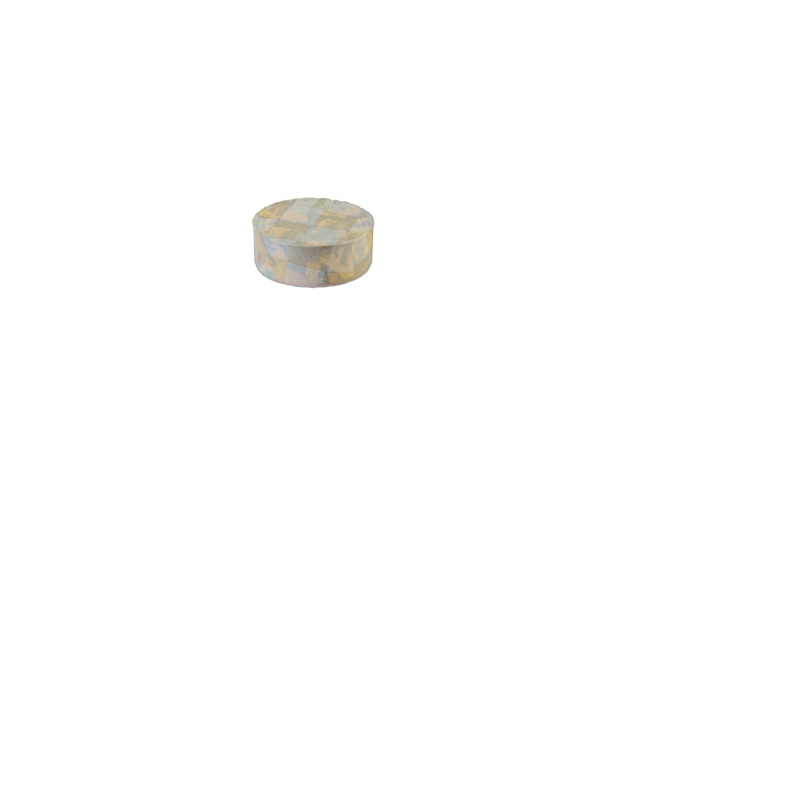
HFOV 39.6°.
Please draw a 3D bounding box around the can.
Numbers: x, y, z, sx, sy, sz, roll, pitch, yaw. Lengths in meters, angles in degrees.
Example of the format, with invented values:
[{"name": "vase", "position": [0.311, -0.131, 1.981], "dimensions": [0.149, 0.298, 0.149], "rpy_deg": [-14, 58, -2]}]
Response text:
[{"name": "can", "position": [-0.061, -0.112, 0.783], "dimensions": [0.086, 0.032, 0.091], "rpy_deg": [-1, 30, -2]}]
